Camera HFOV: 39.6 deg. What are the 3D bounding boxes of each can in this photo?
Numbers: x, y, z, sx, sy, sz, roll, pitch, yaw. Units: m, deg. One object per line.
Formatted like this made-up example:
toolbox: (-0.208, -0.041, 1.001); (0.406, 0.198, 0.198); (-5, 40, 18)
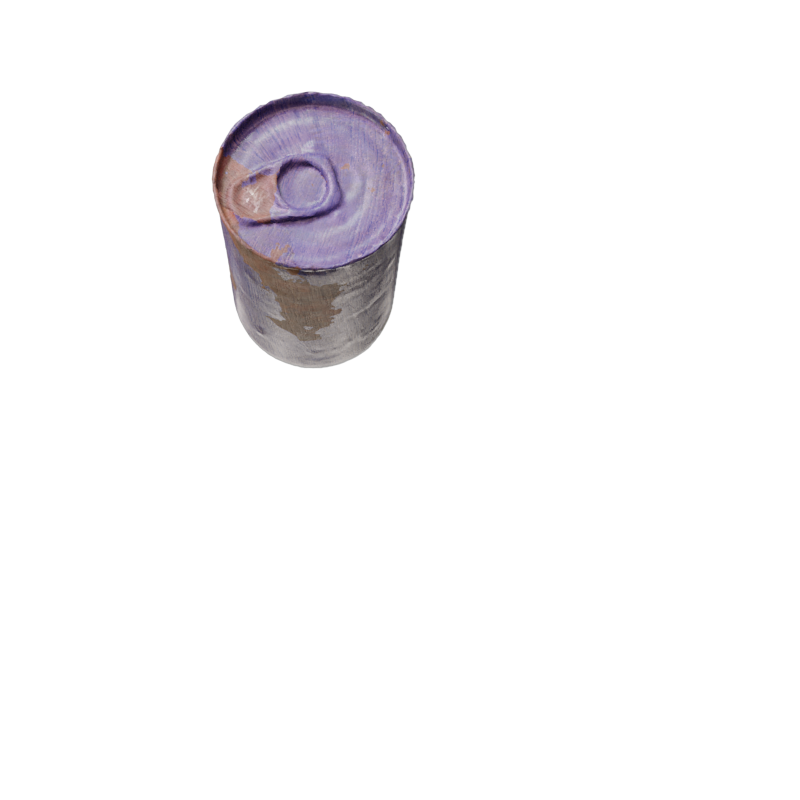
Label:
can: (-0.033, -0.059, 0.415); (0.068, 0.072, 0.097); (0, -21, -3)
